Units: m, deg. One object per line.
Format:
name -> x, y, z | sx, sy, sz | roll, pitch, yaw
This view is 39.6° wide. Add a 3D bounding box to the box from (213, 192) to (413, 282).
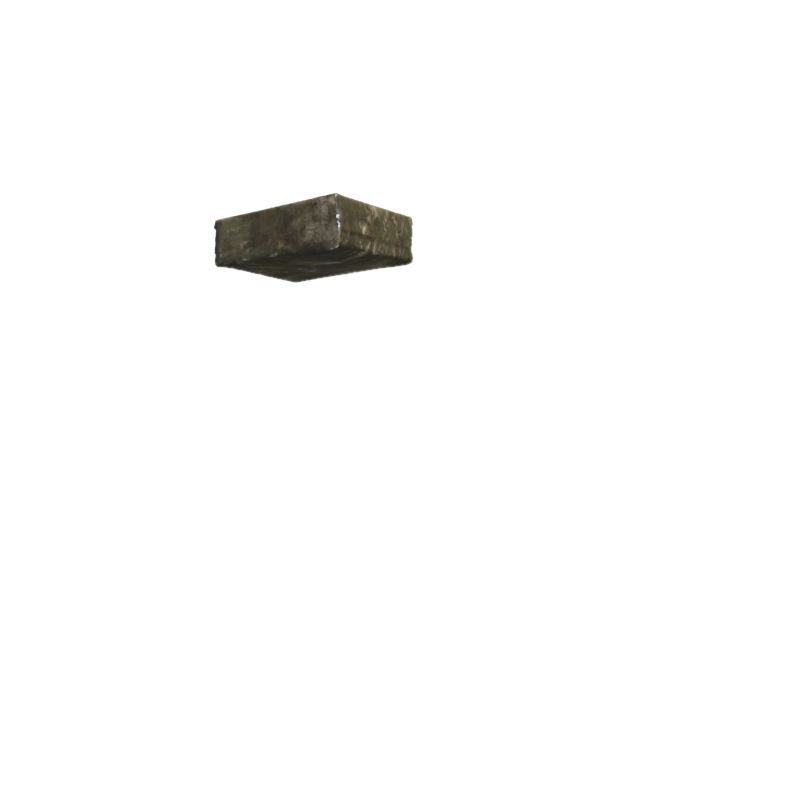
box -> -0.061, -0.112, 0.782 | 0.117, 0.040, 0.085 | -3, -5, 36
